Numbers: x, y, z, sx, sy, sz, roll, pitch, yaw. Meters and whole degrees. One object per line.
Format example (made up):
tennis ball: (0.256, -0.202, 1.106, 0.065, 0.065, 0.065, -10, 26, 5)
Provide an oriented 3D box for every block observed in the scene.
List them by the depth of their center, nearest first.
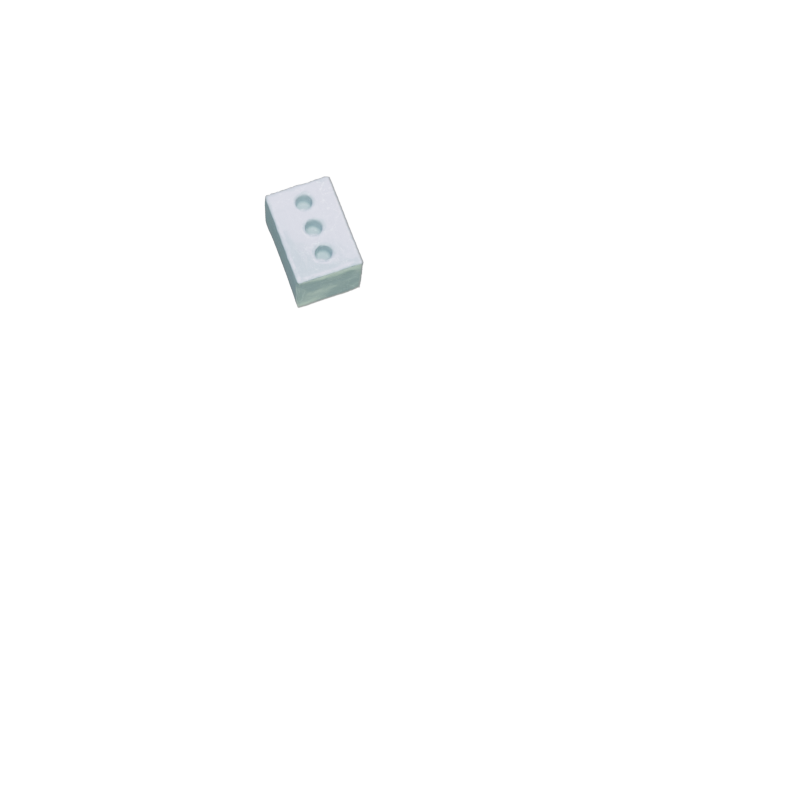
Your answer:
block: (-0.065, -0.119, 0.831, 0.052, 0.082, 0.049, -19, -21, -9)
